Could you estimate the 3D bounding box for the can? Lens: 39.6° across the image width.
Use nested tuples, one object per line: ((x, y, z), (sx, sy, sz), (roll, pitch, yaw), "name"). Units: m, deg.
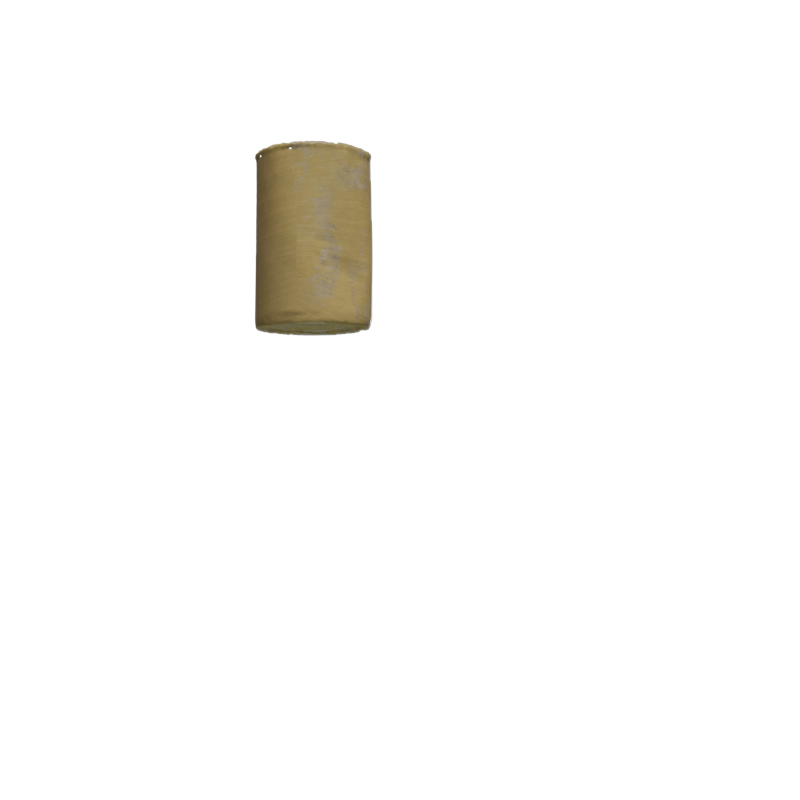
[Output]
((-0.050, -0.091, 0.639), (0.068, 0.105, 0.067), (0, -8, -2), "can")
